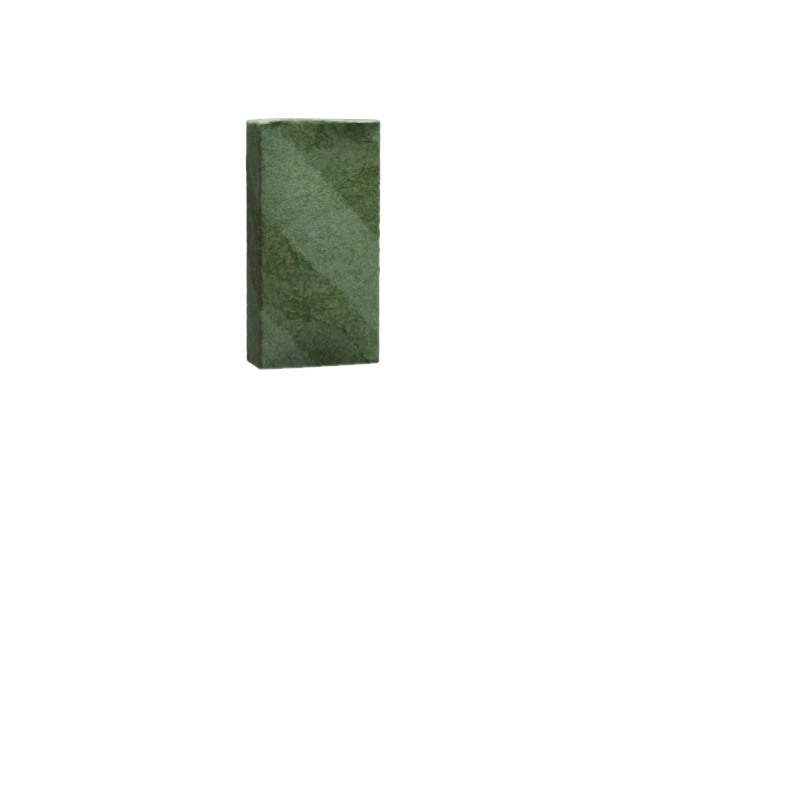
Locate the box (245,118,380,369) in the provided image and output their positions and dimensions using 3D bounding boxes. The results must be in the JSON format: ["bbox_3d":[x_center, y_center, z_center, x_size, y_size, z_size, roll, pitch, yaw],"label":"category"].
[{"bbox_3d":[-0.063,-0.114,0.797,0.091,0.173,0.050,-2,7,-19],"label":"box"}]
